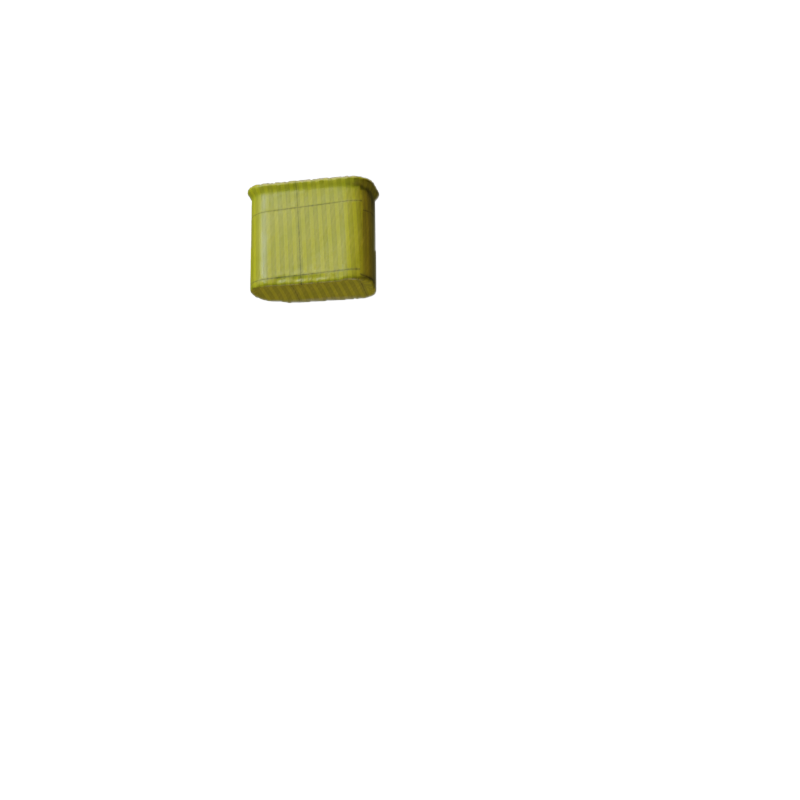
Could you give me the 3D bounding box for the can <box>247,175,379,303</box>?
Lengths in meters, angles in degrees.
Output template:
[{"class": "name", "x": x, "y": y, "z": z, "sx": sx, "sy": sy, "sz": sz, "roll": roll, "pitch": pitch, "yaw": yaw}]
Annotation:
[{"class": "can", "x": -0.068, "y": -0.124, "z": 0.868, "sx": 0.103, "sy": 0.087, "sz": 0.054, "roll": -4, "pitch": -17, "yaw": 12}]
